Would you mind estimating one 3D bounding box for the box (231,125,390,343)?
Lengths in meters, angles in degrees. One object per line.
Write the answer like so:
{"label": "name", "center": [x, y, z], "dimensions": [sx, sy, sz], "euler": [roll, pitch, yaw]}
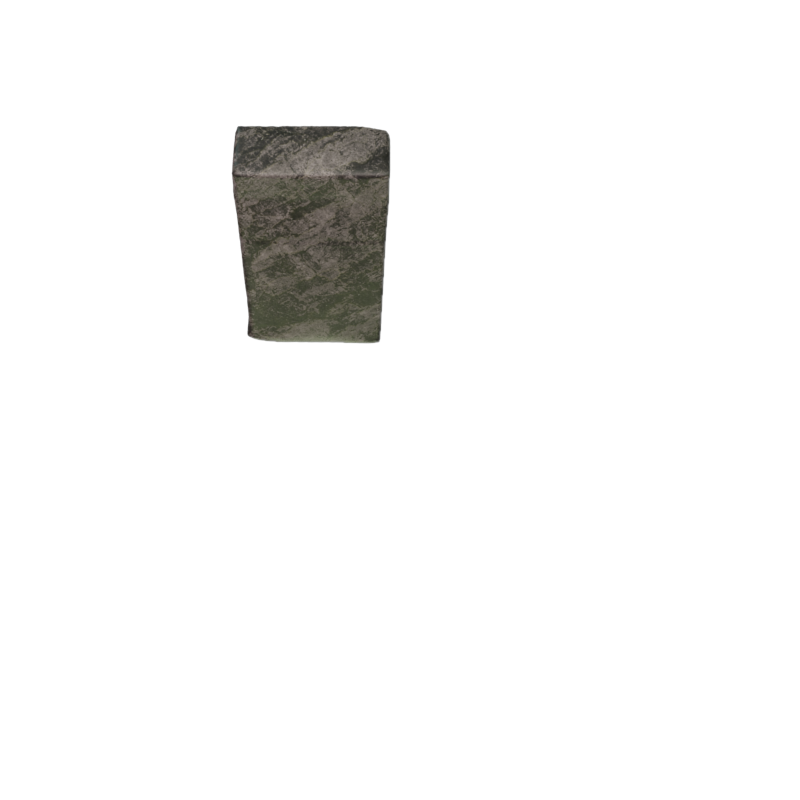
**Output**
{"label": "box", "center": [-0.055, -0.101, 0.709], "dimensions": [0.093, 0.051, 0.165], "euler": [2, -36, -2]}
